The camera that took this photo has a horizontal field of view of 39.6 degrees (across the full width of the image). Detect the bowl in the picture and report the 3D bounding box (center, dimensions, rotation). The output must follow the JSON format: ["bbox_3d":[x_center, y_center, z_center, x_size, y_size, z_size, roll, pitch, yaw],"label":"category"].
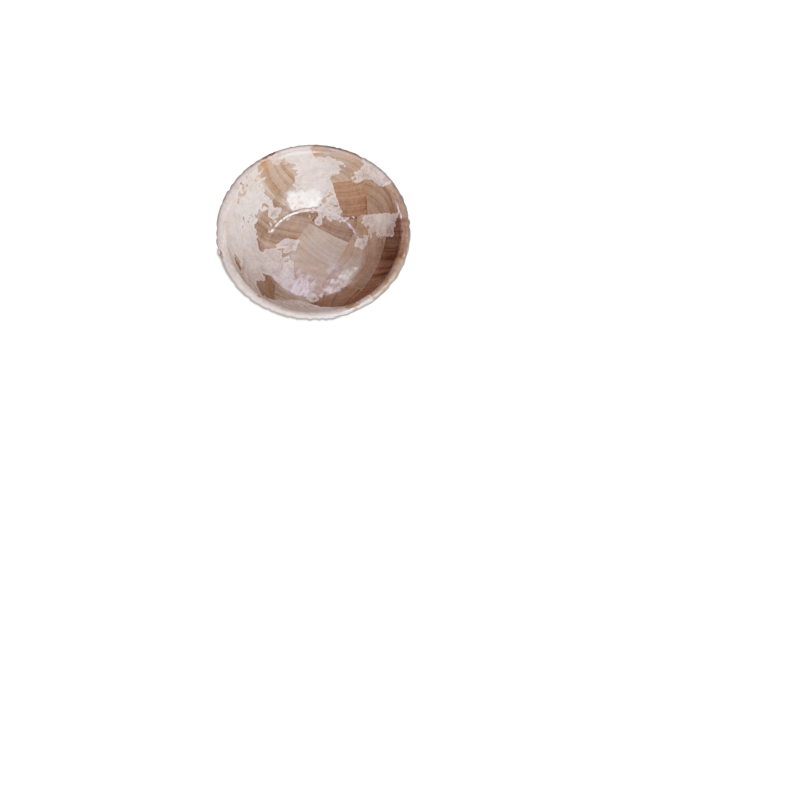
[{"bbox_3d":[-0.074,-0.135,0.943,0.162,0.171,0.052,-1,-23,-1],"label":"bowl"}]
